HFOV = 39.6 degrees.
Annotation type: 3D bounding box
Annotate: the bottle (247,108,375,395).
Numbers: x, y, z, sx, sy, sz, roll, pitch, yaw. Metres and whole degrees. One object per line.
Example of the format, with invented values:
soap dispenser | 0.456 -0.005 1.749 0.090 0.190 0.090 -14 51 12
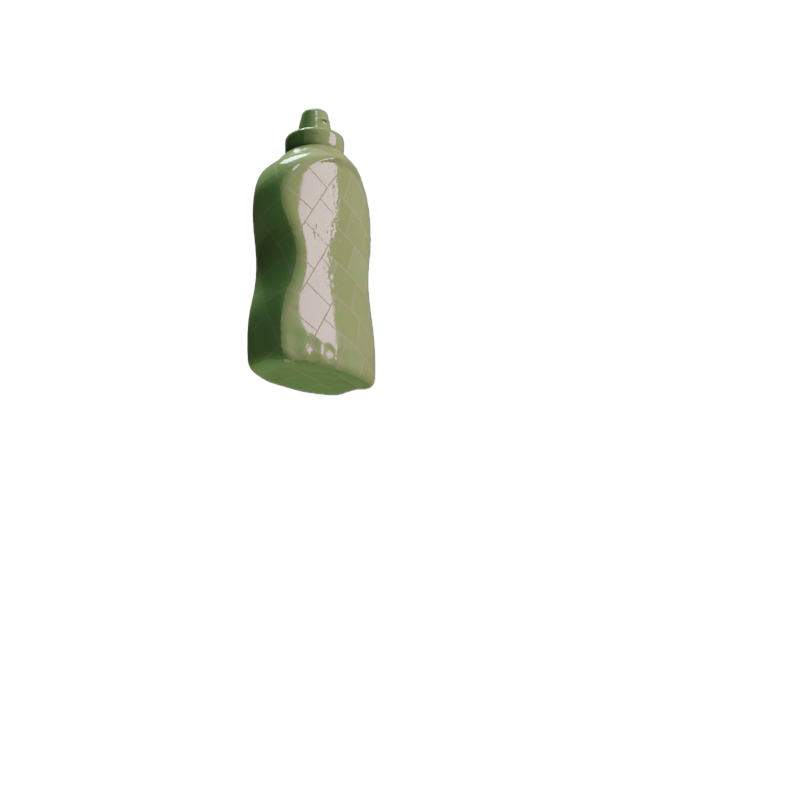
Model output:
bottle | -0.057 -0.105 0.738 0.059 0.201 0.090 -18 -25 37
